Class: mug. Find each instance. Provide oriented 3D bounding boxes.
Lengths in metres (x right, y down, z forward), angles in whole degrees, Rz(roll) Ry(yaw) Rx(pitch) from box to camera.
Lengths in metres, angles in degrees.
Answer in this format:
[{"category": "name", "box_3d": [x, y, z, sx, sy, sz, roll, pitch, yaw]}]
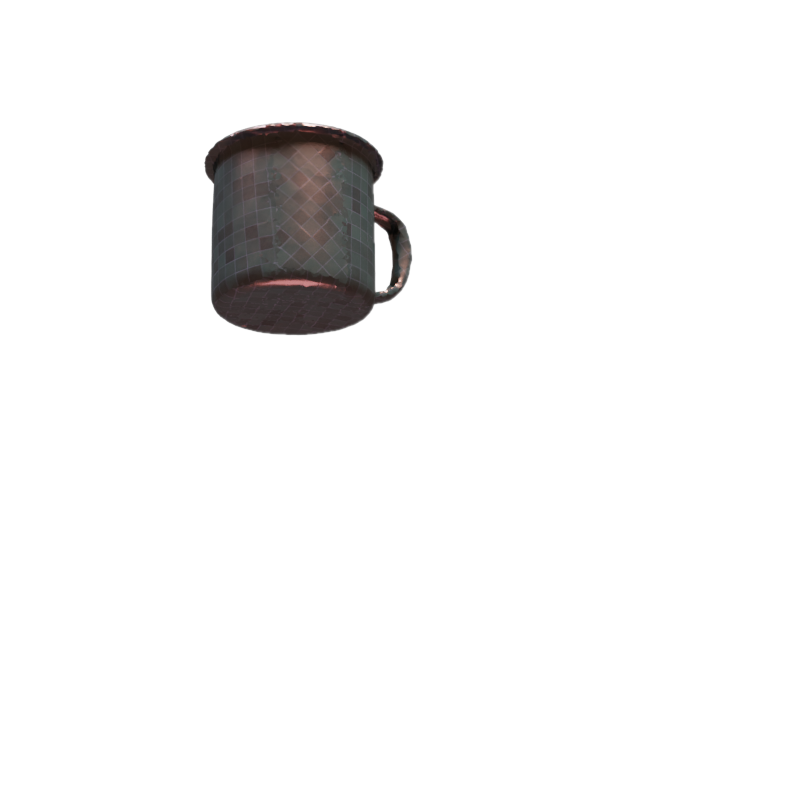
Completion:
[{"category": "mug", "box_3d": [-0.044, -0.081, 0.566, 0.111, 0.086, 0.093, 12, -23, -33]}]
